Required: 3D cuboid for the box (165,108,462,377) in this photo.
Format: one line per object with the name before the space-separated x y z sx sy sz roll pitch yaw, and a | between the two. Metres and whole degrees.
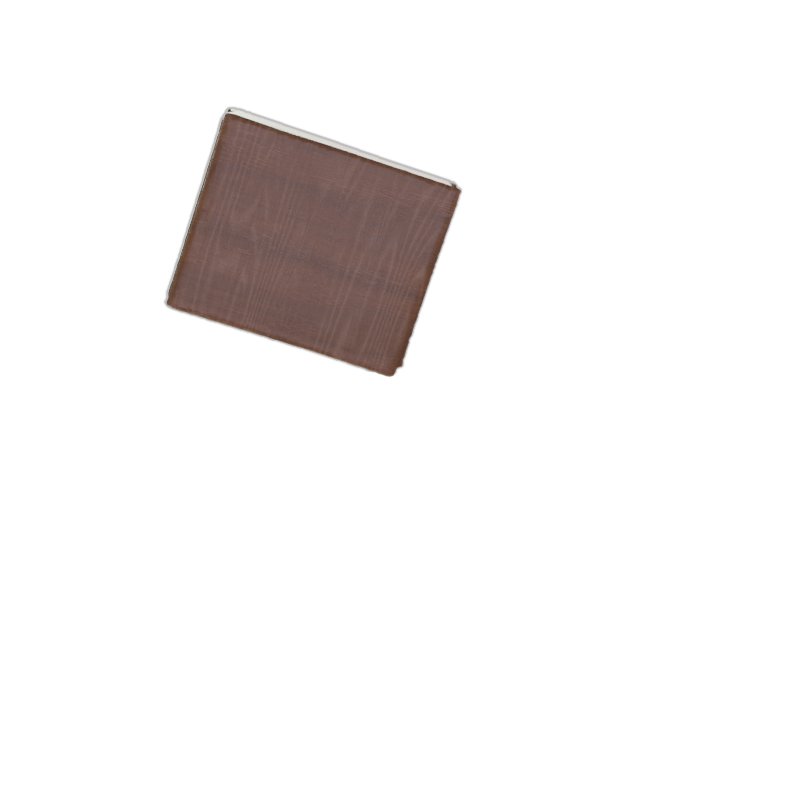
box | -0.031 -0.057 0.401 0.089 0.072 0.031 18 11 -4
